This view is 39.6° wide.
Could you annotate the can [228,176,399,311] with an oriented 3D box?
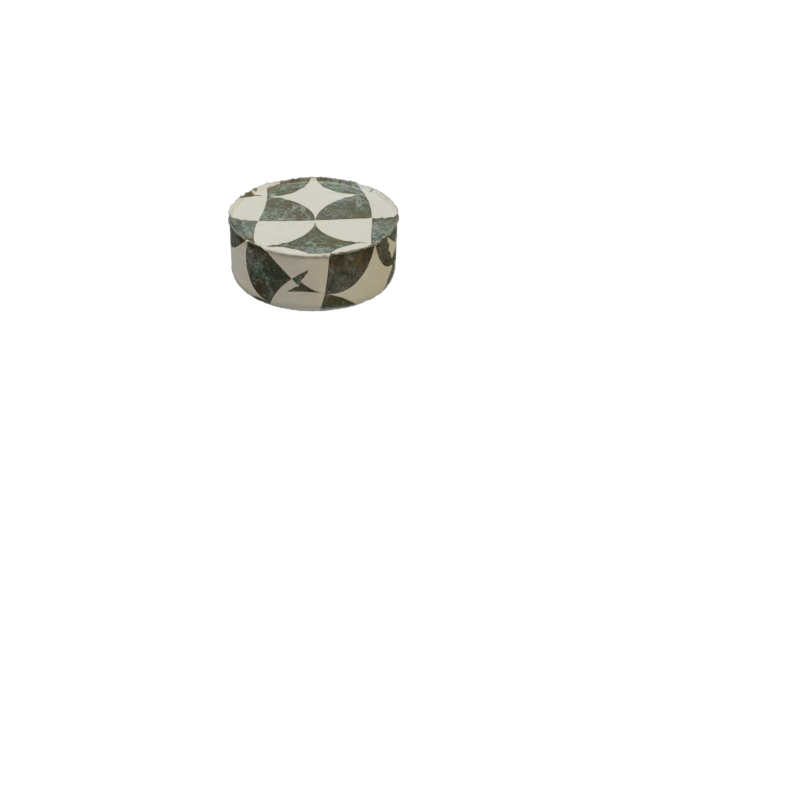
[{"bbox_3d":[-0.044,-0.080,0.563,0.086,0.031,0.092,-1,34,-2],"label":"can"}]
